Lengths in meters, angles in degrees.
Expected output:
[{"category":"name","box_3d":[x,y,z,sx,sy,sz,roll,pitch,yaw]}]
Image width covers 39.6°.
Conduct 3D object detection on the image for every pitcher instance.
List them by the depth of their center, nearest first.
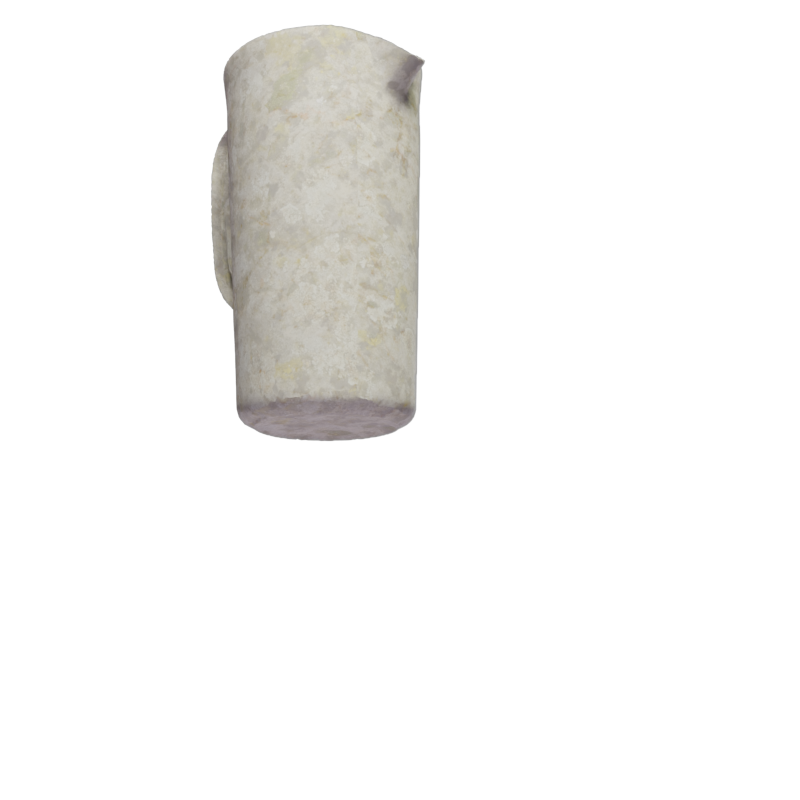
[{"category":"pitcher","box_3d":[-0.056,-0.101,0.710,0.145,0.254,0.143,0,-18,-3]}]
